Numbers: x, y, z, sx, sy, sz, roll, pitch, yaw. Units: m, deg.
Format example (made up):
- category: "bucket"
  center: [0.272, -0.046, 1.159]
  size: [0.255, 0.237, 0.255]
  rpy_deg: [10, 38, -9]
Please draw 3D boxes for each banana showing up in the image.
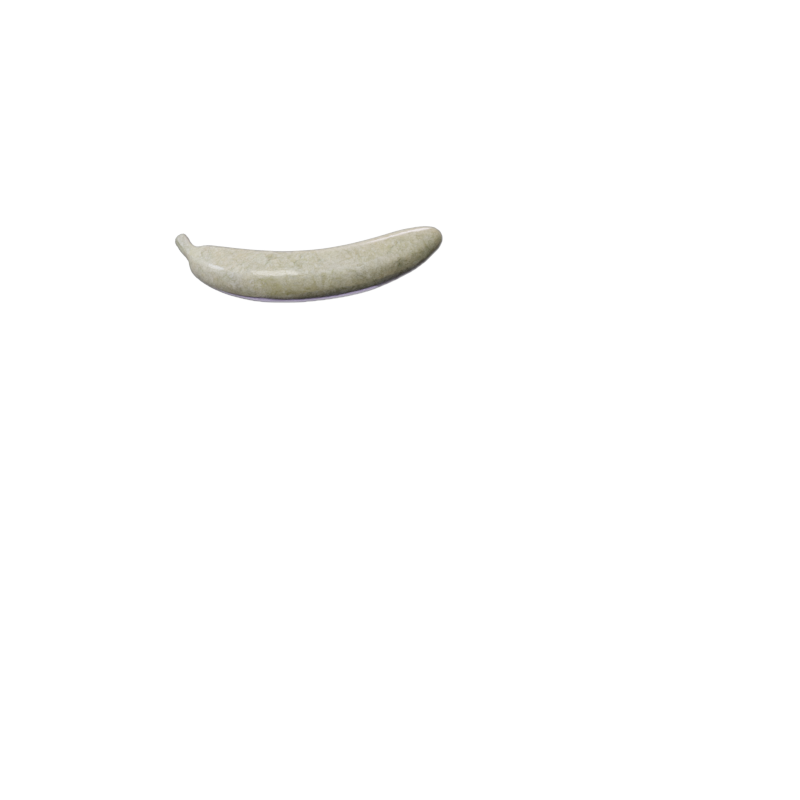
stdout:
- category: "banana"
  center: [-0.066, -0.100, 0.796]
  size: [0.198, 0.075, 0.034]
  rpy_deg: [0, -38, 0]
